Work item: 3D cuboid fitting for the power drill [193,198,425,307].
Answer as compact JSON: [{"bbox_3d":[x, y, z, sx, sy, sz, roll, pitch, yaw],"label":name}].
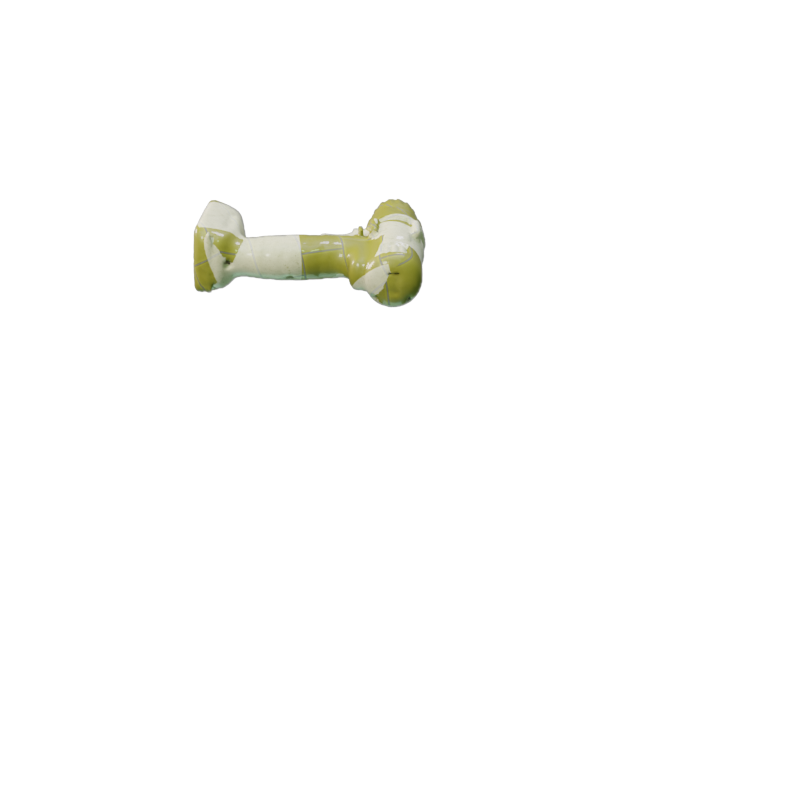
[{"bbox_3d":[-0.073,-0.132,0.928,0.188,0.055,0.192,1,23,2],"label":"power drill"}]
